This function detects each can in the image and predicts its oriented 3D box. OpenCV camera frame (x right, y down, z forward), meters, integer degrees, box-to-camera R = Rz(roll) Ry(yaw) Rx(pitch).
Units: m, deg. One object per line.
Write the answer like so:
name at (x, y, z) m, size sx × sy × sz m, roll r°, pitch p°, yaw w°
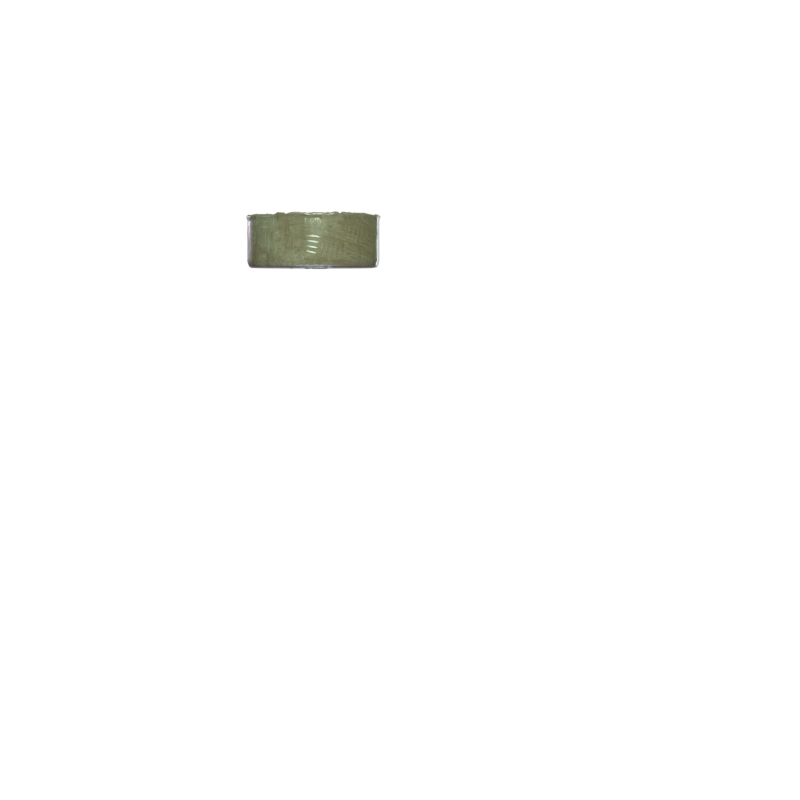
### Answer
can at (-0.055, -0.101, 0.708) m, size 0.086 × 0.033 × 0.086 m, roll 0°, pitch 5°, yaw -2°
